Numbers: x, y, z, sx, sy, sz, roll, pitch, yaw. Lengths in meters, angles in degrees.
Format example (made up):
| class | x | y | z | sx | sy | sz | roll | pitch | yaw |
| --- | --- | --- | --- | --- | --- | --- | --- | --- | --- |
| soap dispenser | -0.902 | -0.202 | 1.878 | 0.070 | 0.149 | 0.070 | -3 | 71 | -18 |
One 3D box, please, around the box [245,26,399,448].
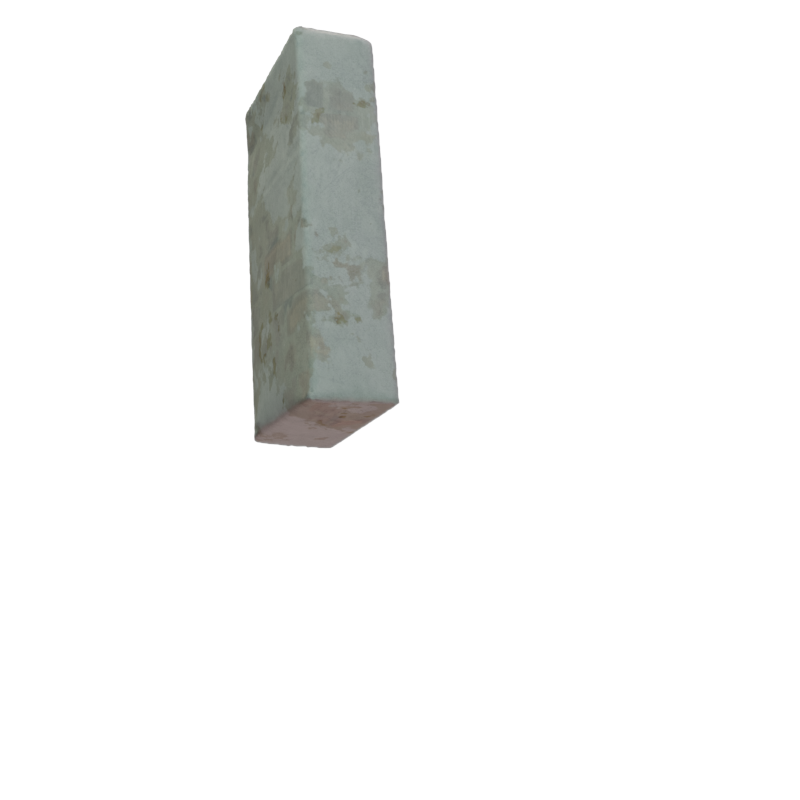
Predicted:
| class | x | y | z | sx | sy | sz | roll | pitch | yaw |
| --- | --- | --- | --- | --- | --- | --- | --- | --- | --- |
| box | -0.040 | -0.074 | 0.517 | 0.047 | 0.185 | 0.092 | 7 | -21 | -21 |
